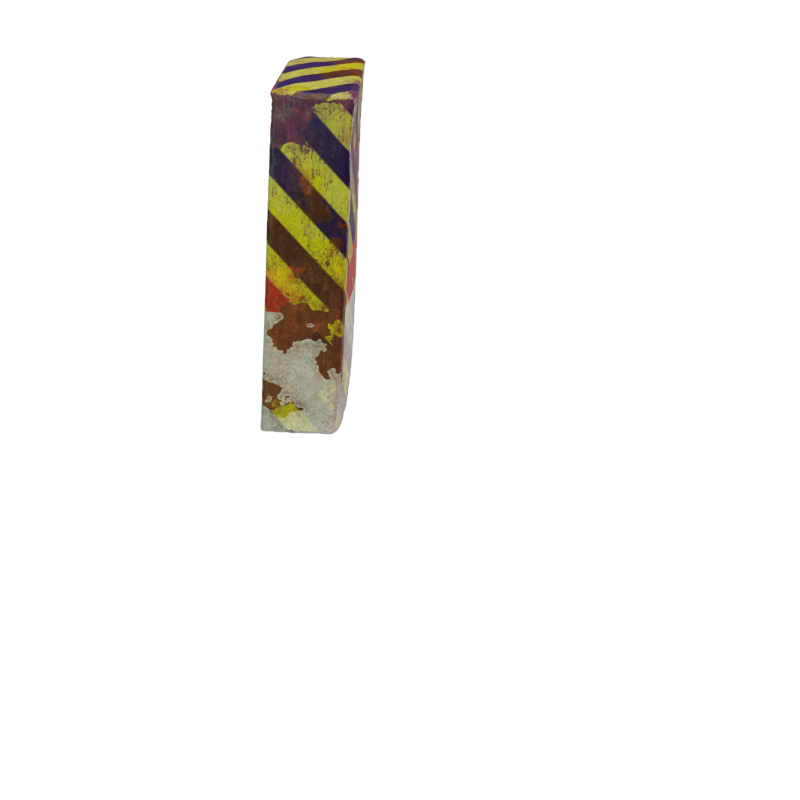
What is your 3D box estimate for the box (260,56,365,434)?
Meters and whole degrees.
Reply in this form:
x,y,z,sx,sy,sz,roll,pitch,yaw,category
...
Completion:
x,y,z,sx,sy,sz,roll,pitch,yaw,category
-0.045,-0.081,0.568,0.048,0.168,0.097,2,22,1,box
